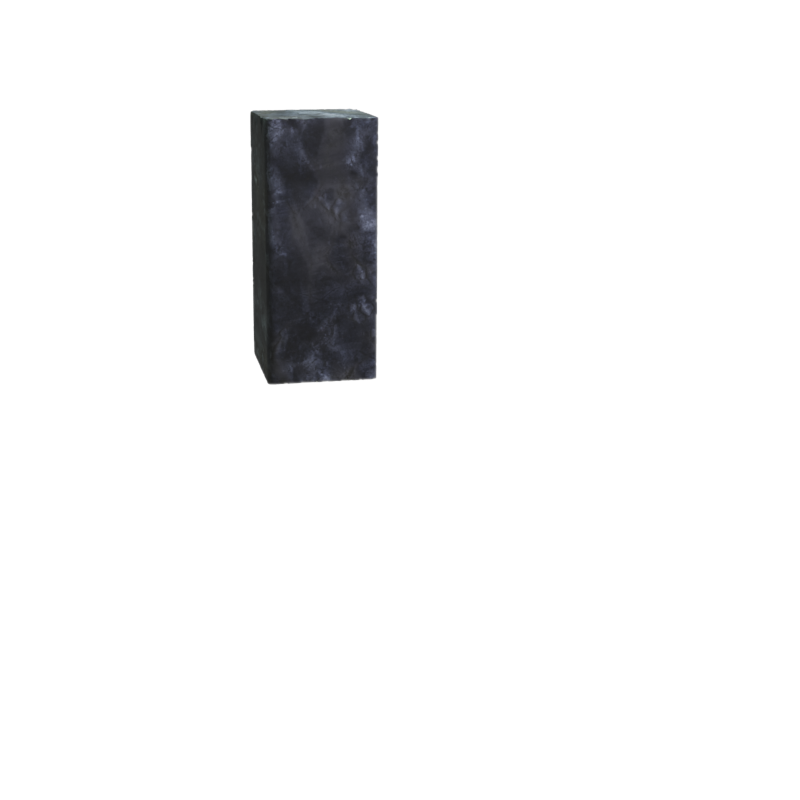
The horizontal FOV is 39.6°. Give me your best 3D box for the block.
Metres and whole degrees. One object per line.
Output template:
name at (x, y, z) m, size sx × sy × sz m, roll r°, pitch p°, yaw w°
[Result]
block at (-0.070, -0.127, 0.889) m, size 0.089 × 0.200 × 0.095 m, roll -2°, pitch 13°, yaw -13°
